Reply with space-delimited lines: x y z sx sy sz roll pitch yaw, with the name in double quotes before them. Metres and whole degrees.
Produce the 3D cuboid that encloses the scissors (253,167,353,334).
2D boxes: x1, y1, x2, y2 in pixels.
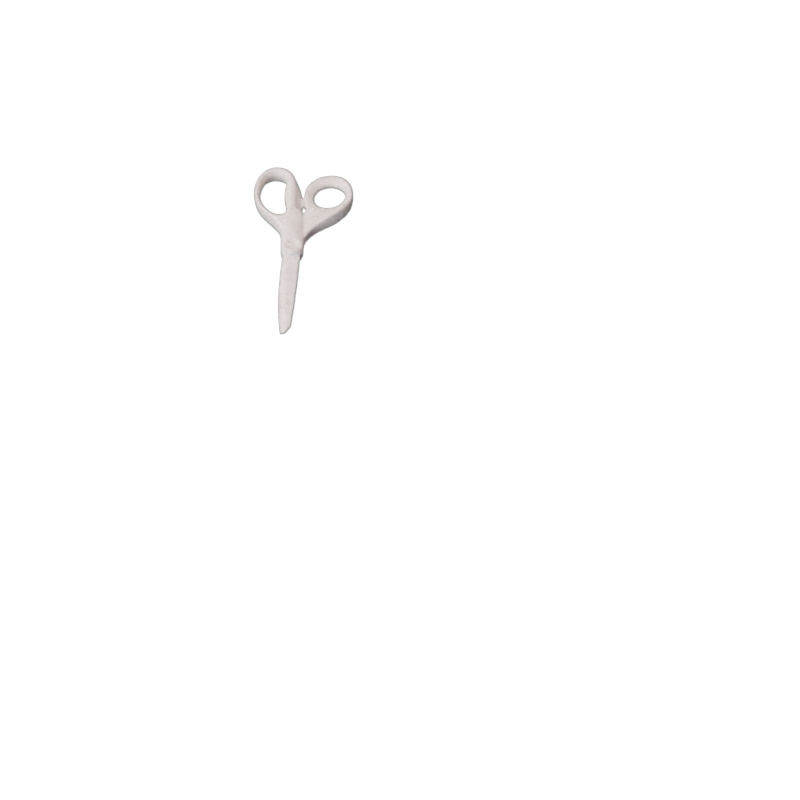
"scissors" -0.073 -0.133 0.930 0.095 0.015 0.218 -10 46 -10
